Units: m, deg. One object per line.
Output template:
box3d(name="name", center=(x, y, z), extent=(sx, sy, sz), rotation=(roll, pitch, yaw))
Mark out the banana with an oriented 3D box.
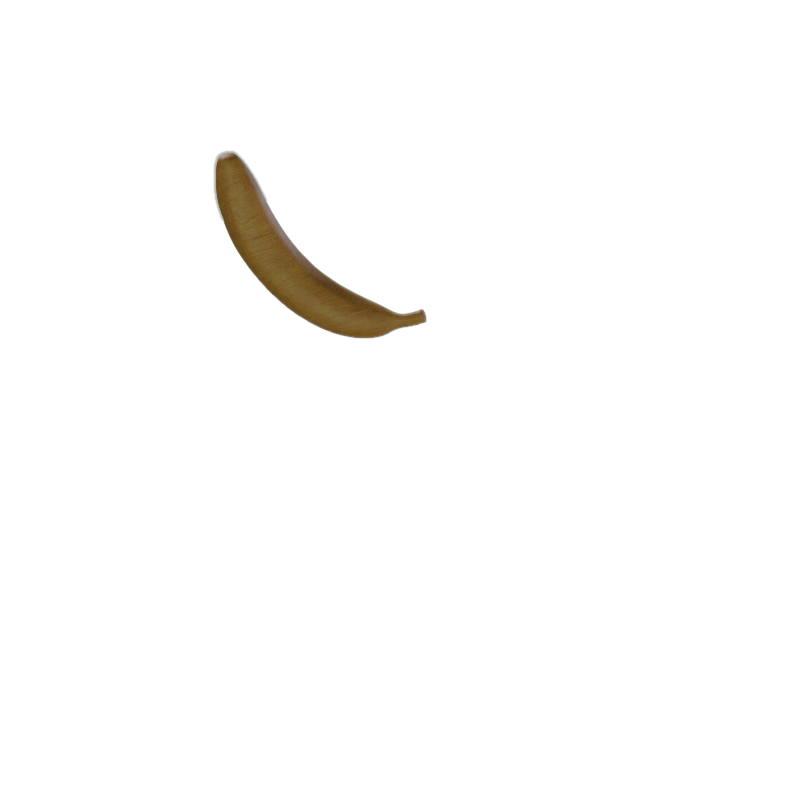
box3d(name="banana", center=(-0.074, -0.103, 0.828), extent=(0.191, 0.068, 0.039), rotation=(38, 18, -15))
